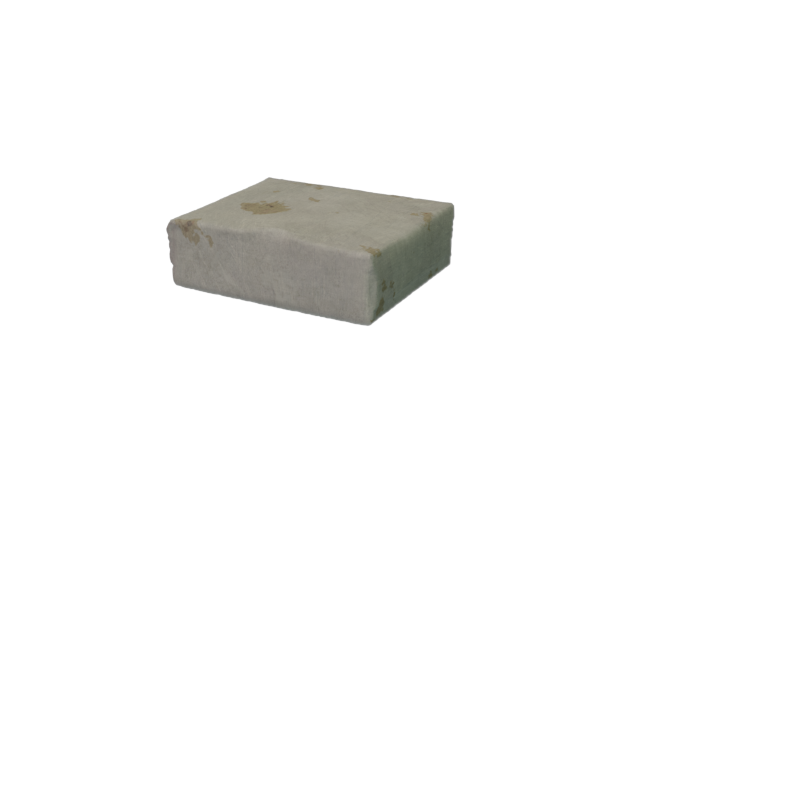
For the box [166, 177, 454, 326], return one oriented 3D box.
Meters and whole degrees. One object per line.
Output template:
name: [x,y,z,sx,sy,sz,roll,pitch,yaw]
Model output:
box: [-0.034,-0.062,0.432,0.093,0.029,0.074,13,27,25]
